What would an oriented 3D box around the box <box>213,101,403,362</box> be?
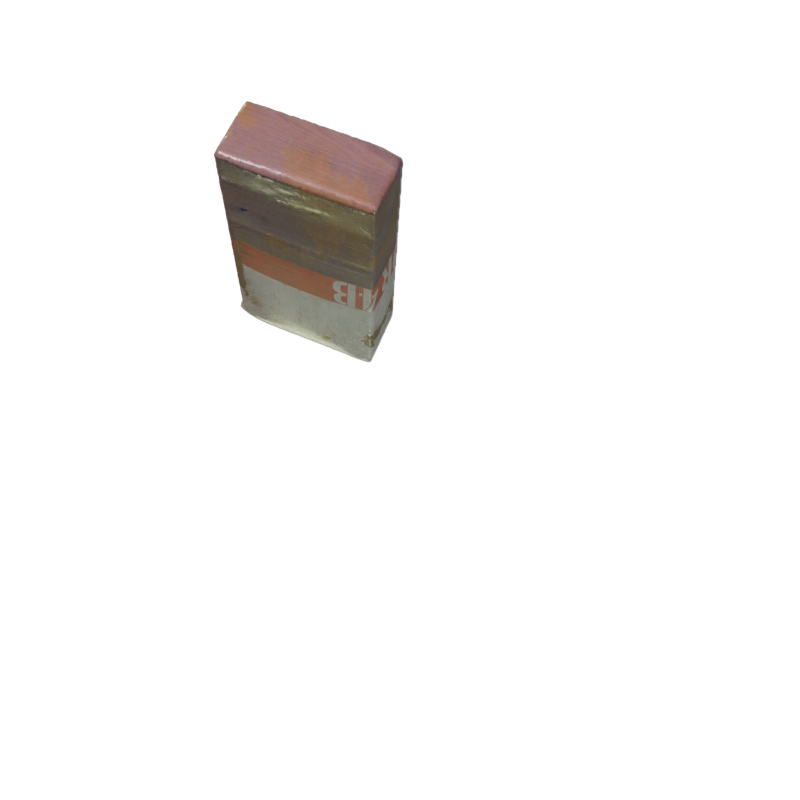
[{"bbox_3d":[-0.049,-0.091,0.635,0.095,0.050,0.166,23,-26,9],"label":"box"}]
